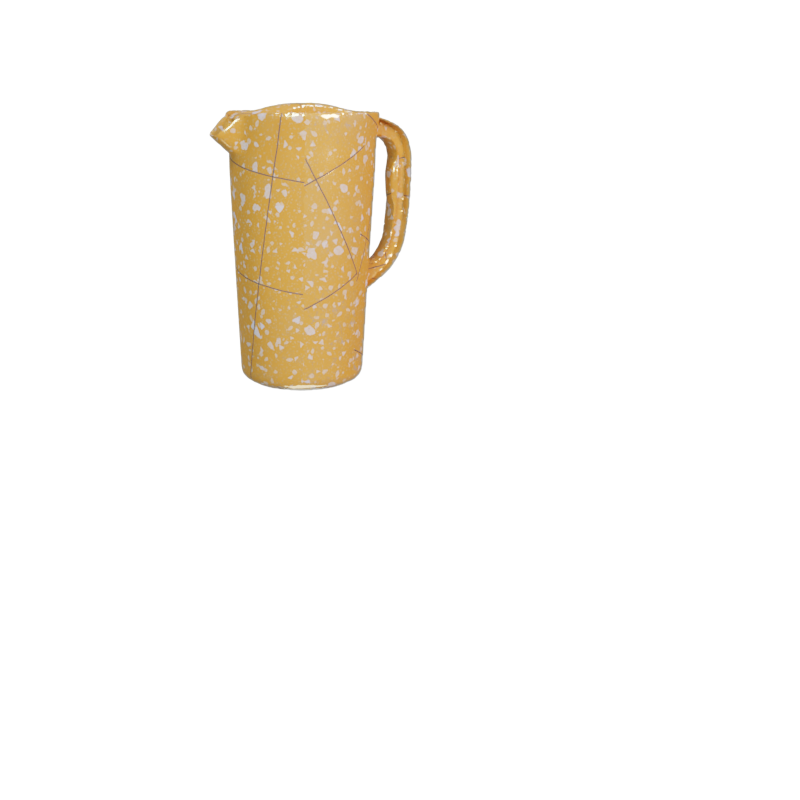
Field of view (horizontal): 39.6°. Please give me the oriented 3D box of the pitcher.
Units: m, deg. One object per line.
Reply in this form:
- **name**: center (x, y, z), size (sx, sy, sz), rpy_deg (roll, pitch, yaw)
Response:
- **pitcher**: center (-0.076, -0.140, 0.977), size (0.152, 0.238, 0.145), rpy_deg (3, 11, 15)
